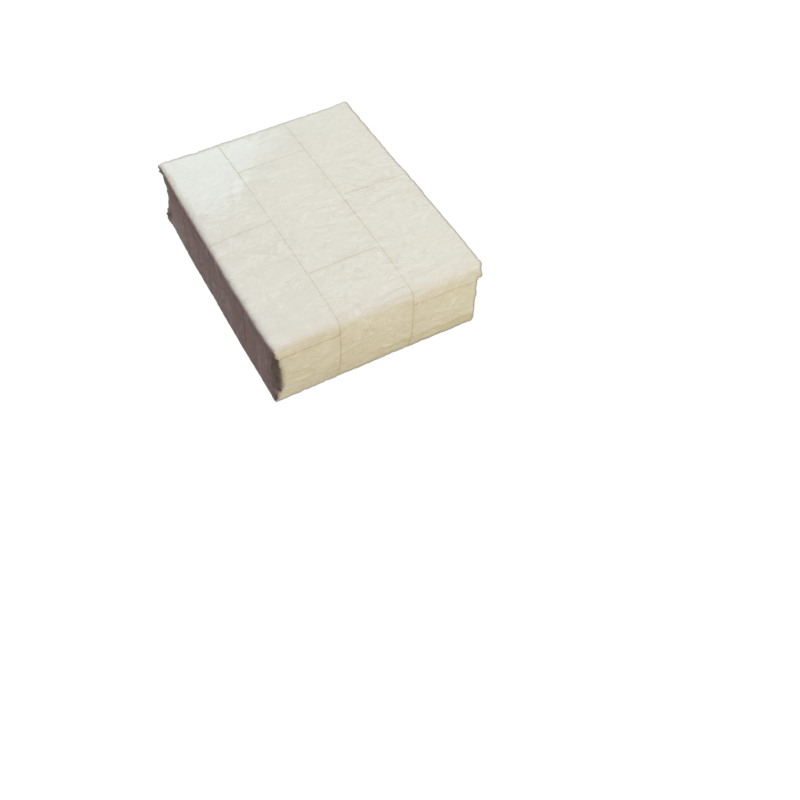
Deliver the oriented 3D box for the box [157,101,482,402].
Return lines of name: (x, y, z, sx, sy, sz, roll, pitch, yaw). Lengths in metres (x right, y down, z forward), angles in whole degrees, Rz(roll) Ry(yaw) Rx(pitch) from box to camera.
box: (-0.035, -0.064, 0.449, 0.089, 0.036, 0.123, -22, 52, -19)
